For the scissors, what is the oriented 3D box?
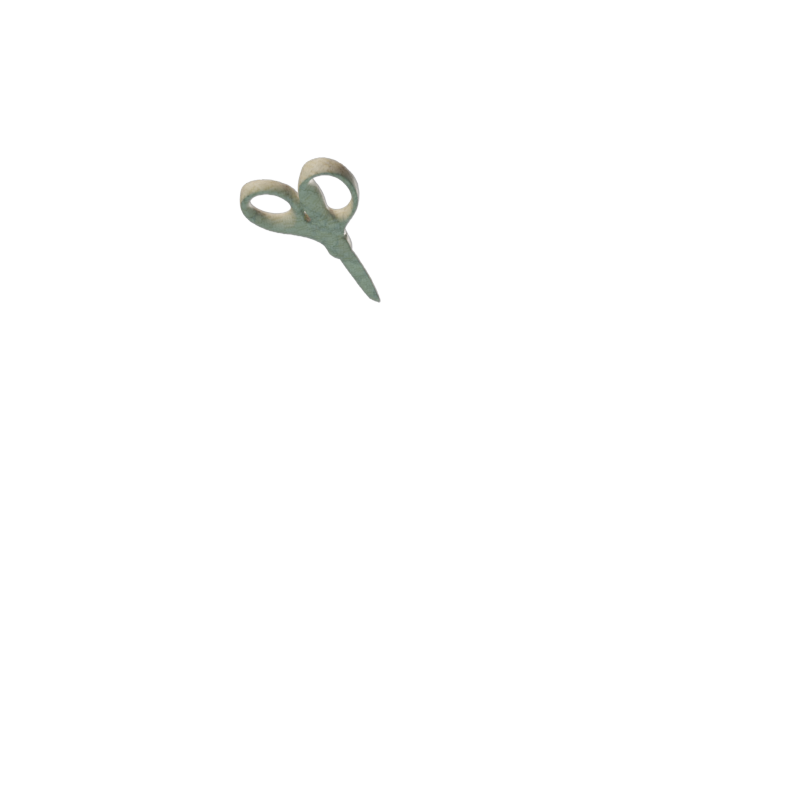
[{"bbox_3d":[-0.067,-0.122,0.854,0.096,0.017,0.189,-1,-26,2],"label":"scissors"}]
